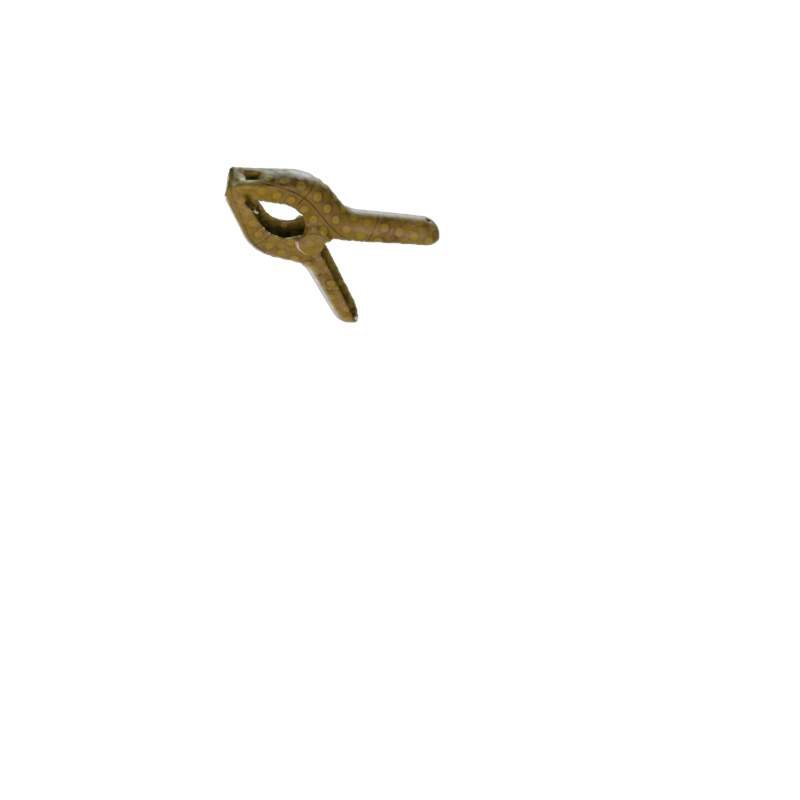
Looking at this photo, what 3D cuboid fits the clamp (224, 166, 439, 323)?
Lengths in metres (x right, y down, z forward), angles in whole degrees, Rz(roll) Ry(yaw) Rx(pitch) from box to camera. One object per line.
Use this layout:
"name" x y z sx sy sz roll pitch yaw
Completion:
"clamp" -0.069 -0.126 0.880 0.166 0.116 0.042 23 31 -15
